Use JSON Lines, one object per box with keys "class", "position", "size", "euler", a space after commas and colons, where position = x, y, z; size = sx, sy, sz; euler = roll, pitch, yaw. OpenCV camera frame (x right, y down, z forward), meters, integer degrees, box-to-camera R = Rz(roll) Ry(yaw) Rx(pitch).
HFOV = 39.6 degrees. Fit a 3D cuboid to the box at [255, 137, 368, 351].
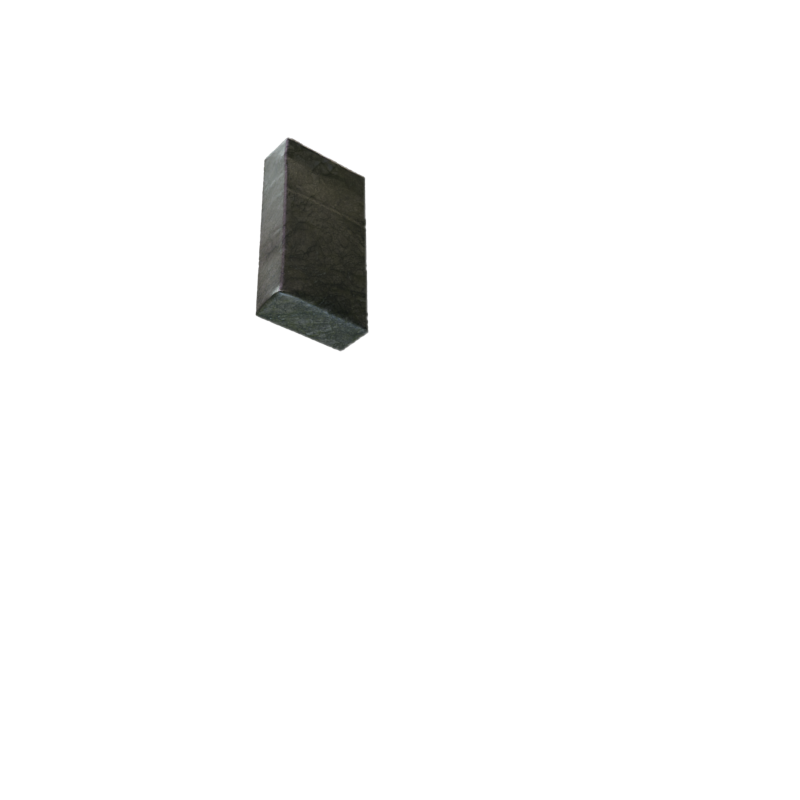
{"class": "box", "position": [-0.076, -0.139, 0.973], "size": [0.088, 0.189, 0.047], "euler": [23, -45, -30]}
